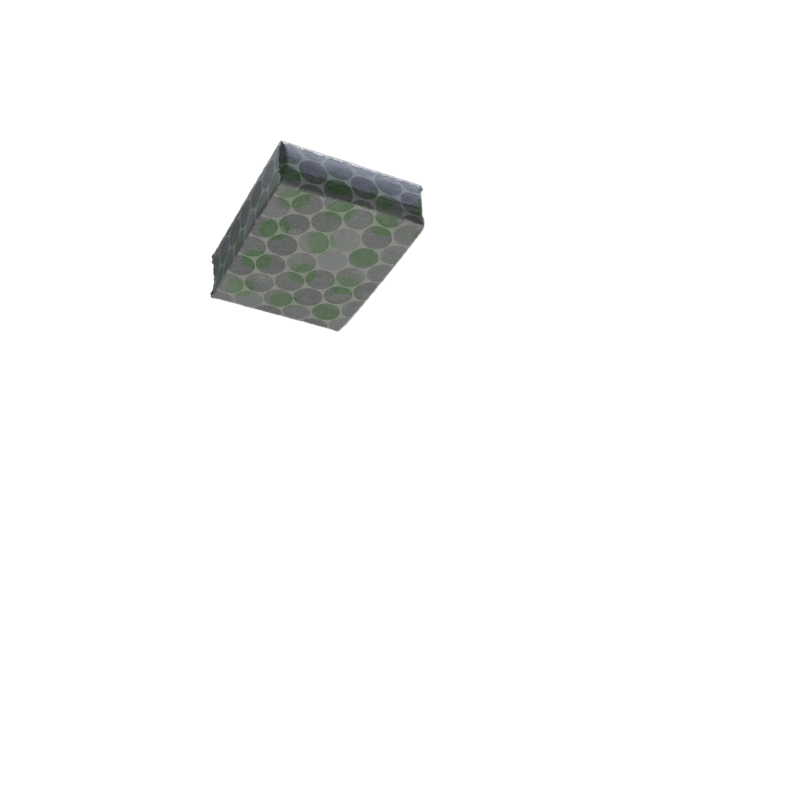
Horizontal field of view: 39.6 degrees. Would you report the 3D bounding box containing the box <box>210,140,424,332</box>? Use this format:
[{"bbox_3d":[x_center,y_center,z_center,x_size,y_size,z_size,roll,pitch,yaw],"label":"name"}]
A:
[{"bbox_3d":[-0.051,-0.093,0.649,0.087,0.042,0.110,17,-42,-21],"label":"box"}]
